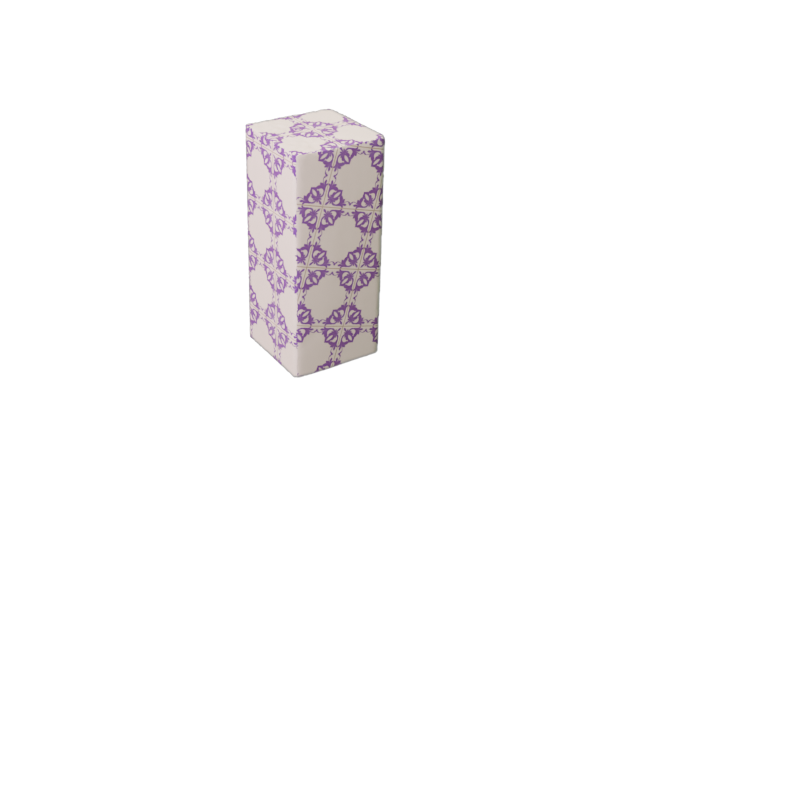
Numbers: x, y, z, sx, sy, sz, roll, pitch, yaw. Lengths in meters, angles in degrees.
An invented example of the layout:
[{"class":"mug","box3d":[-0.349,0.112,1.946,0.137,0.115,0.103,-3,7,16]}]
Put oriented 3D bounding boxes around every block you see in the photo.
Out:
[{"class":"block","box3d":[-0.075,-0.139,0.971,0.089,0.195,0.097,-15,32,-30]}]
